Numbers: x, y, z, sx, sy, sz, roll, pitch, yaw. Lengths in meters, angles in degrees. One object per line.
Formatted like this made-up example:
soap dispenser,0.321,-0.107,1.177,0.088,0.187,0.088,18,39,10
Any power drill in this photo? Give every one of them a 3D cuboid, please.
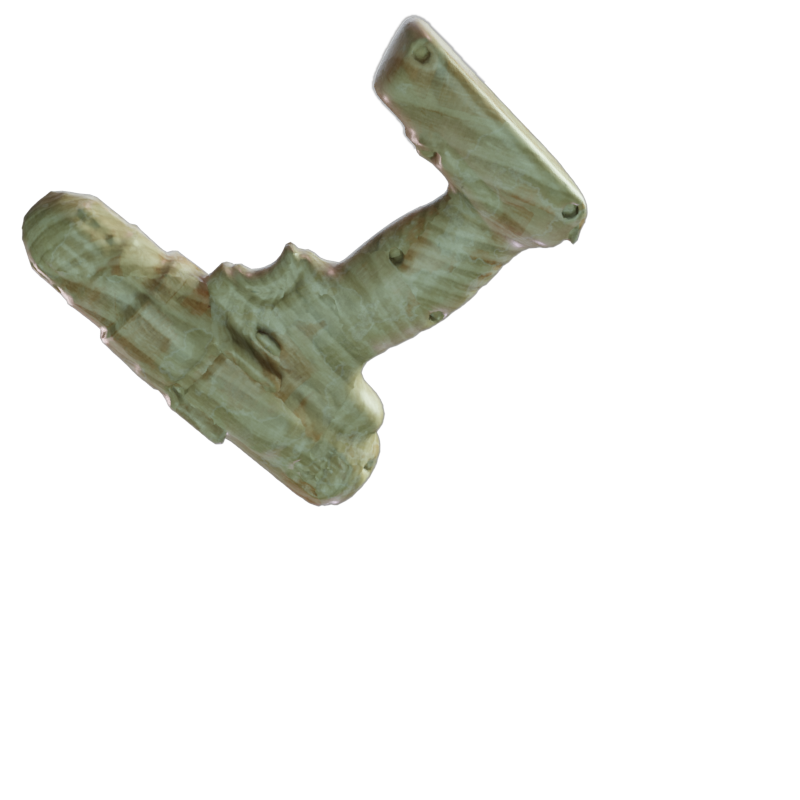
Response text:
power drill,-0.036,-0.065,0.454,0.177,0.185,0.061,42,18,-18
